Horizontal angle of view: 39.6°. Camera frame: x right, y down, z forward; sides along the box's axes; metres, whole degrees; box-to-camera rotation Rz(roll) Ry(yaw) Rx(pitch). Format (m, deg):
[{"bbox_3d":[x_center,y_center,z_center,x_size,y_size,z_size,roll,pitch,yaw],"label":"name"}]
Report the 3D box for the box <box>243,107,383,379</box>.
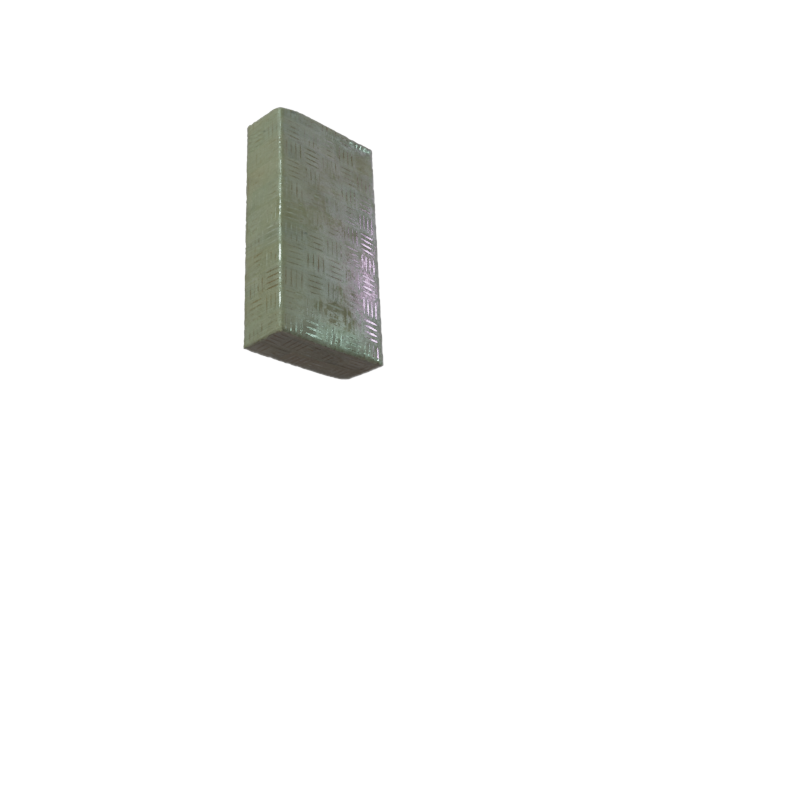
[{"bbox_3d":[-0.060,-0.109,0.765,0.088,0.187,0.048,20,-34,-39],"label":"box"}]
